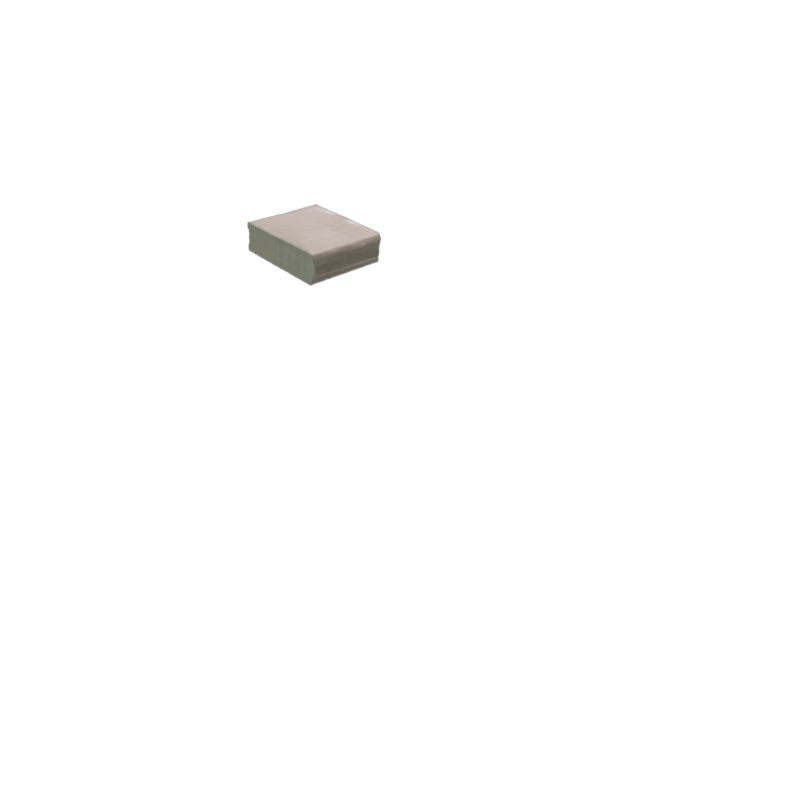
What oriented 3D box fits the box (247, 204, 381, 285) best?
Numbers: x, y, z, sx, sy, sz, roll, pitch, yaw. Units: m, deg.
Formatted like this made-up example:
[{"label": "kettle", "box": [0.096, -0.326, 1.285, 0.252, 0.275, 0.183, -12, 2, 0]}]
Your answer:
[{"label": "box", "box": [-0.072, -0.131, 0.915, 0.072, 0.029, 0.095, -21, 35, -34]}]
